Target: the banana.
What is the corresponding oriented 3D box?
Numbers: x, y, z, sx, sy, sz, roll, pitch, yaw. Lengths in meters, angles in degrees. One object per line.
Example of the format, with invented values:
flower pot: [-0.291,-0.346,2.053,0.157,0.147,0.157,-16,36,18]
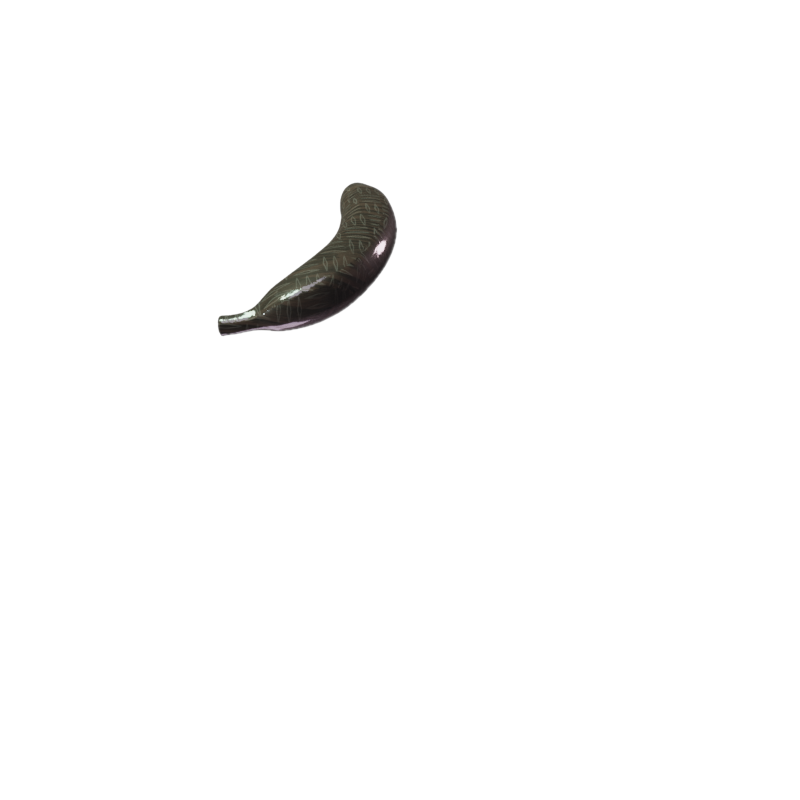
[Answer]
banana: [-0.040,-0.094,0.697,0.072,0.034,0.203,12,35,18]
